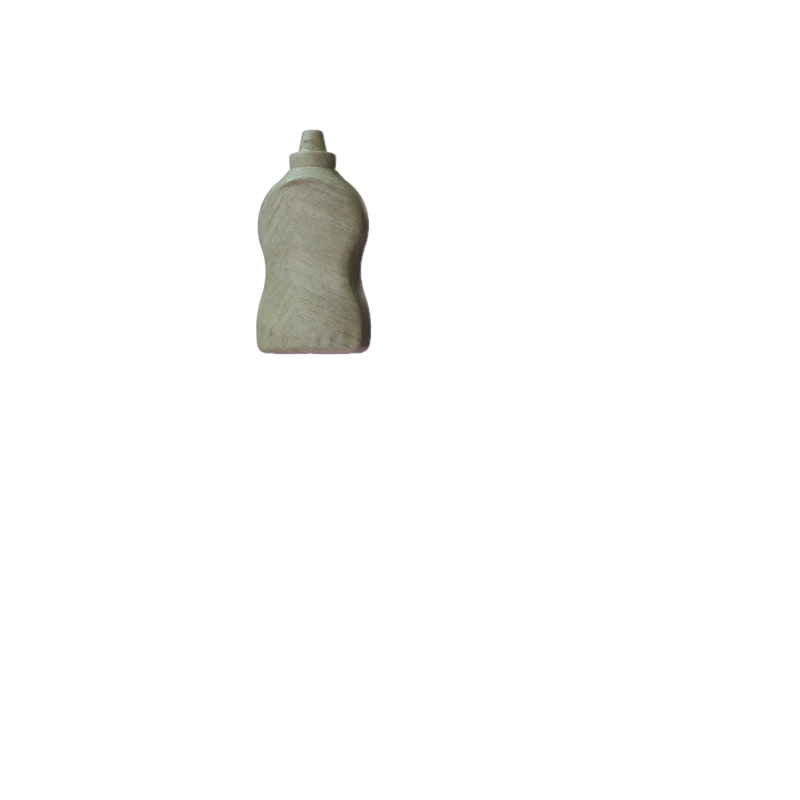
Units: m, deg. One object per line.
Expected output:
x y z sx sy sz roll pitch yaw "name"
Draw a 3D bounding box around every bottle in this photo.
-0.075 -0.136 0.950 0.098 0.194 0.056 -2 -5 21 "bottle"
